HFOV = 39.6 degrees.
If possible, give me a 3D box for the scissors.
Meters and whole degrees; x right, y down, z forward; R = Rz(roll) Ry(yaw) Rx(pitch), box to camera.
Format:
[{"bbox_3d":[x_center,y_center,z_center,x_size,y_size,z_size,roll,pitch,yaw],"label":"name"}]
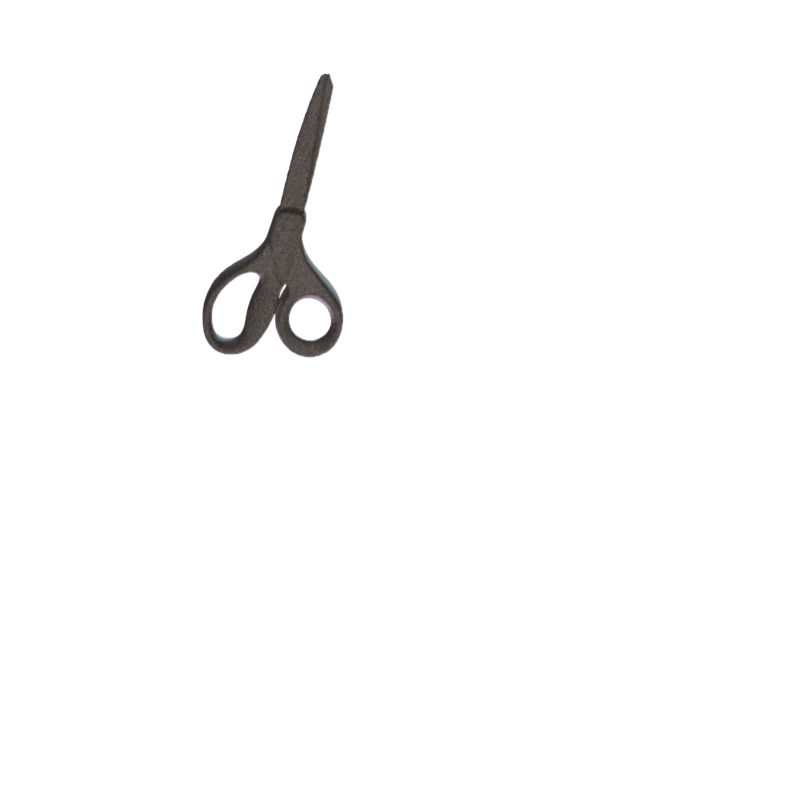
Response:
[{"bbox_3d":[-0.052,-0.094,0.659,0.093,0.195,0.017,25,34,-19],"label":"scissors"}]
